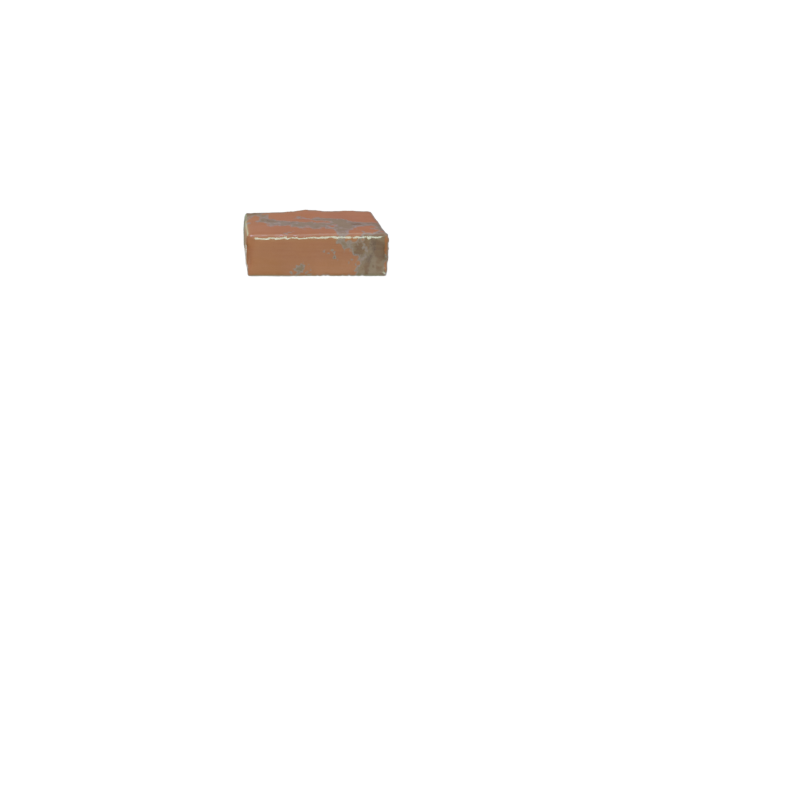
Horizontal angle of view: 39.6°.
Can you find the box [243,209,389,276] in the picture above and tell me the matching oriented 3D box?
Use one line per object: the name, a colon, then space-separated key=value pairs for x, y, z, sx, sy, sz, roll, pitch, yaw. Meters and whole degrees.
box: x=-0.056 y=-0.102 z=0.715 sx=0.089 sy=0.029 sz=0.076 roll=-2 pitch=19 yaw=-6
